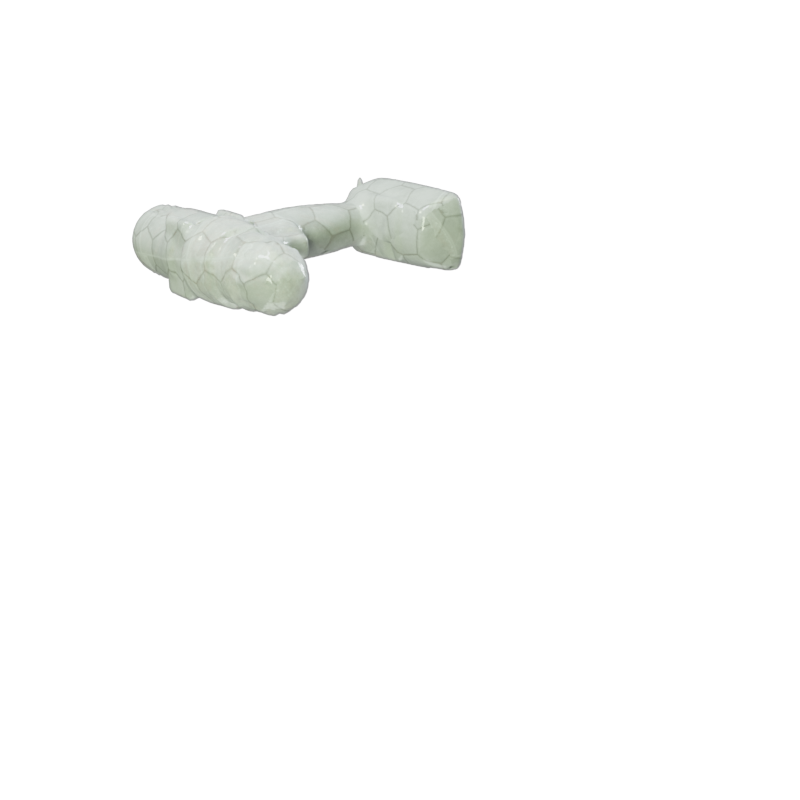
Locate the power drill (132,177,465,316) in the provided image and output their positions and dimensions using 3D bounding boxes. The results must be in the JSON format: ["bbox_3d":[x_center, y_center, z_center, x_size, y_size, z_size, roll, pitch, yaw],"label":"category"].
[{"bbox_3d":[-0.054,-0.099,0.696,0.183,0.055,0.196,-12,22,-31],"label":"power drill"}]
